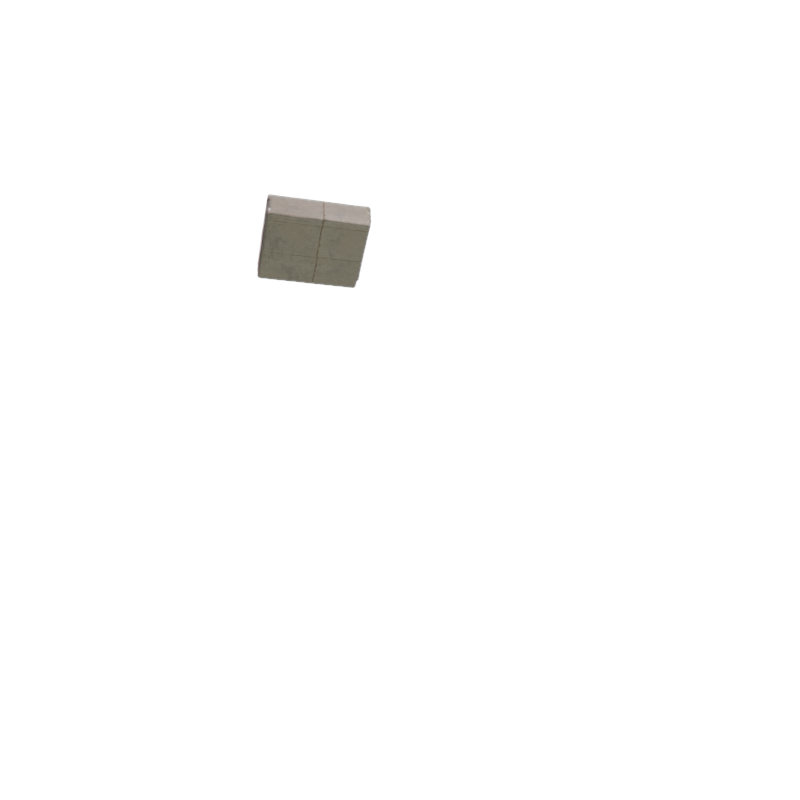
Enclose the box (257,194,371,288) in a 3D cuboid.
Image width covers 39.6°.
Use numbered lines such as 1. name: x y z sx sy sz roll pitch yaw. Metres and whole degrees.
1. box: -0.074 -0.135 0.949 0.088 0.069 0.032 6 44 -7
